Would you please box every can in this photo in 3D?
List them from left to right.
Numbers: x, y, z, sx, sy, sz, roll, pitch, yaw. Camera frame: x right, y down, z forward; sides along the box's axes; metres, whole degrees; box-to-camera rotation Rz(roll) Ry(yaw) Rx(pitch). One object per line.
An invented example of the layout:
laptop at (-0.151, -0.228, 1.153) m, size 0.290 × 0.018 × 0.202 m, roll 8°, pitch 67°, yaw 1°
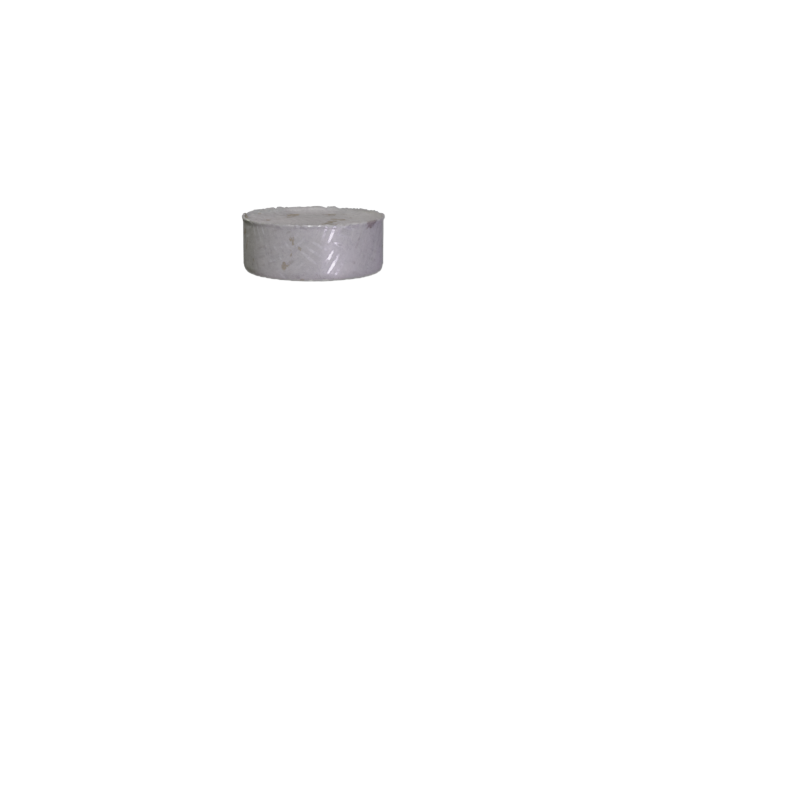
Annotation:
can at (-0.052, -0.095, 0.666) m, size 0.086 × 0.033 × 0.089 m, roll 0°, pitch 16°, yaw -2°
